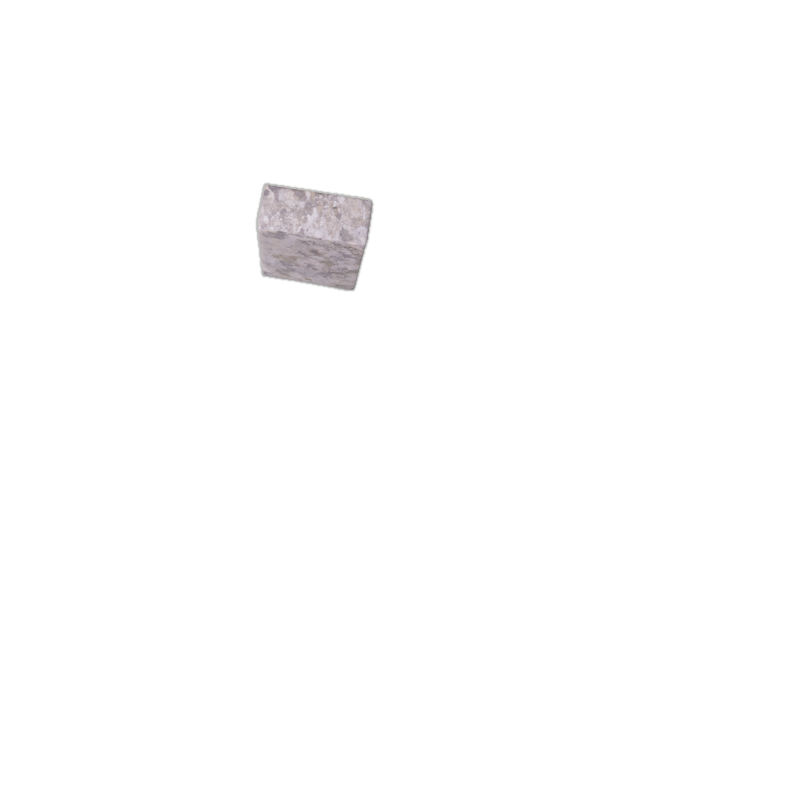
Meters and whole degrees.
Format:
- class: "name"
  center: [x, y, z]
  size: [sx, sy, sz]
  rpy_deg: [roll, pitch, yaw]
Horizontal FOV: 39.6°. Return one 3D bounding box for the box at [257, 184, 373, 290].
- class: "box"
  center: [-0.077, -0.140, 0.985]
  size: [0.093, 0.049, 0.173]
  rpy_deg: [9, -6, -2]
